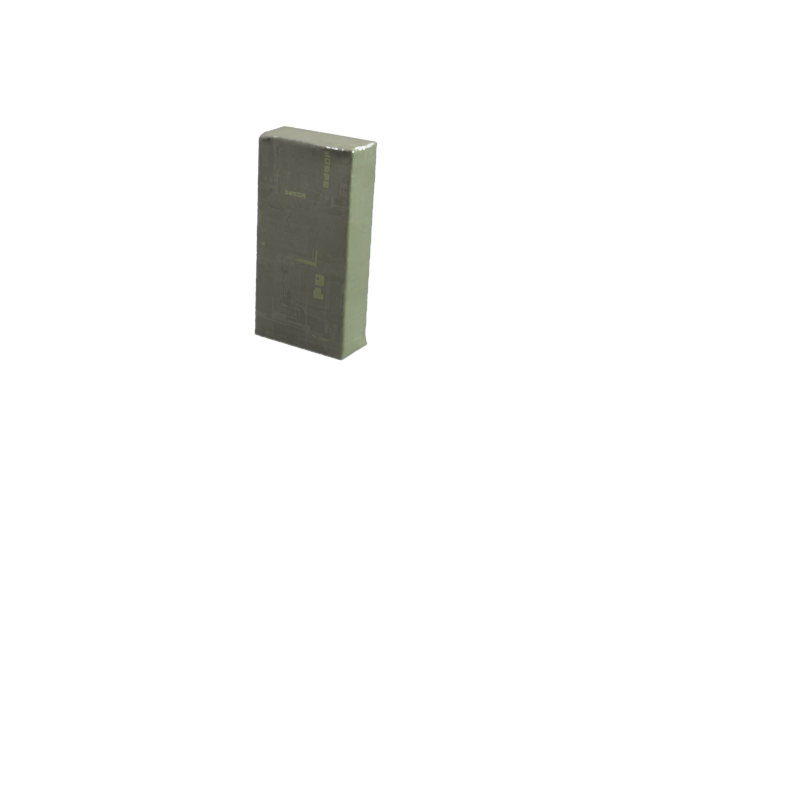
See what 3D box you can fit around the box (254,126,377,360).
[{"bbox_3d":[-0.071,-0.129,0.907,0.098,0.168,0.048,14,24,30],"label":"box"}]
